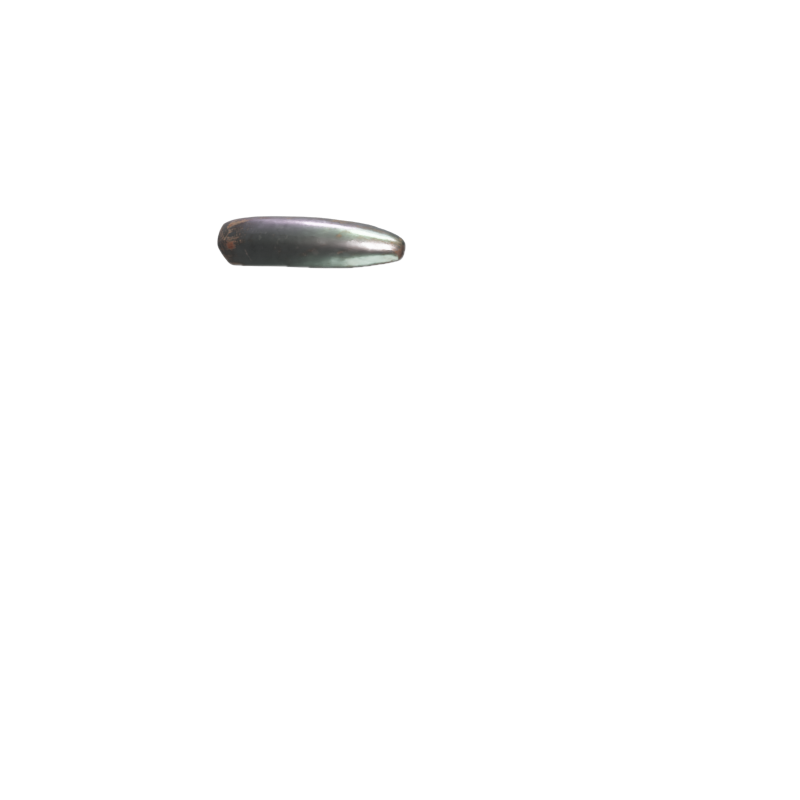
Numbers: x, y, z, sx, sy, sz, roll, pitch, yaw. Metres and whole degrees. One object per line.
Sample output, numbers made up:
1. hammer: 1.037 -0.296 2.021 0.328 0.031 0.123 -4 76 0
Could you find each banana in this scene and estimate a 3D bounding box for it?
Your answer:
1. banana: -0.080 -0.114 0.798 0.067 0.036 0.206 -4 9 -36
